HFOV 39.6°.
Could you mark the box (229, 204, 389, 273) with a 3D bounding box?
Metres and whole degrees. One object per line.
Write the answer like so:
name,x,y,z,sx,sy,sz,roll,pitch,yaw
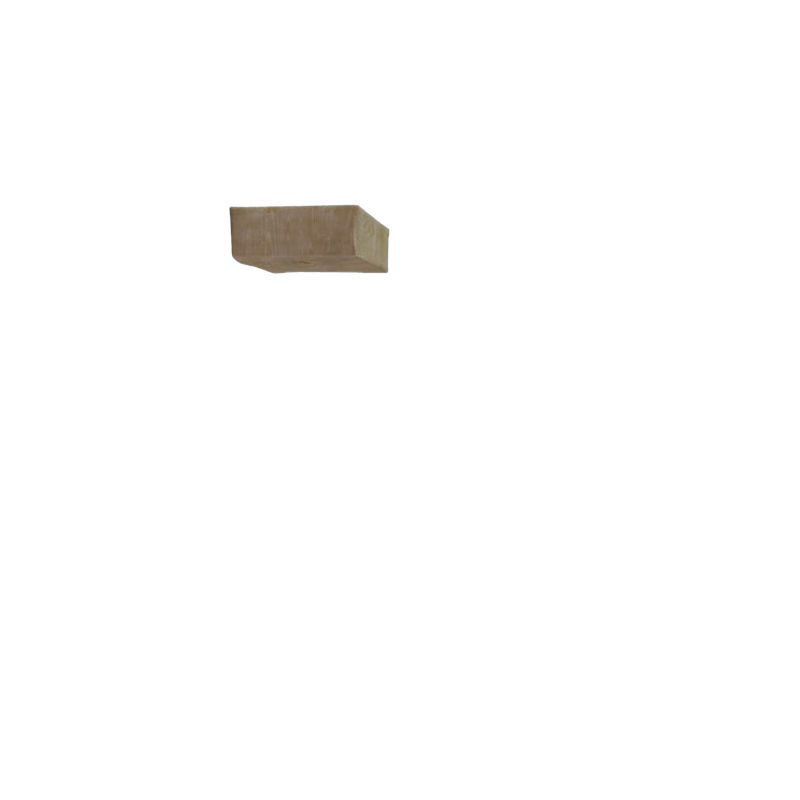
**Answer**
box,-0.061,-0.111,0.779,0.091,0.039,0.111,0,2,12
